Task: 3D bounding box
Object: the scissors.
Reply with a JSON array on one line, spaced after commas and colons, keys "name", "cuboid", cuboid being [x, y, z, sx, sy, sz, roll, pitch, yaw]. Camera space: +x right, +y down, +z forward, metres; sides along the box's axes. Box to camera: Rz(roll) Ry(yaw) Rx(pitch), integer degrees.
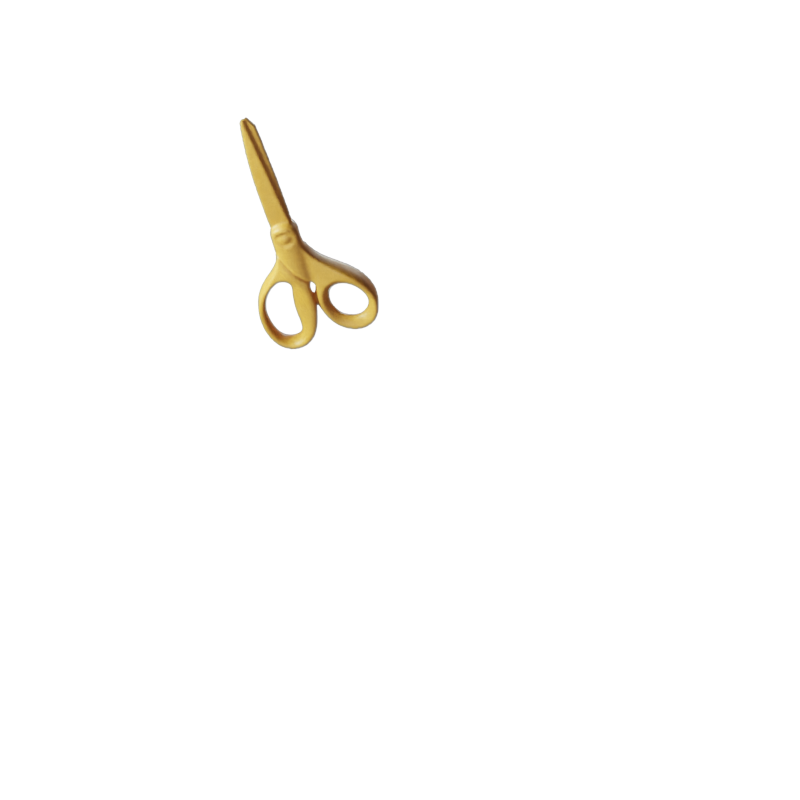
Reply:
[{"name": "scissors", "cuboid": [-0.059, -0.109, 0.760, 0.096, 0.188, 0.017, 3, 45, -3]}]
